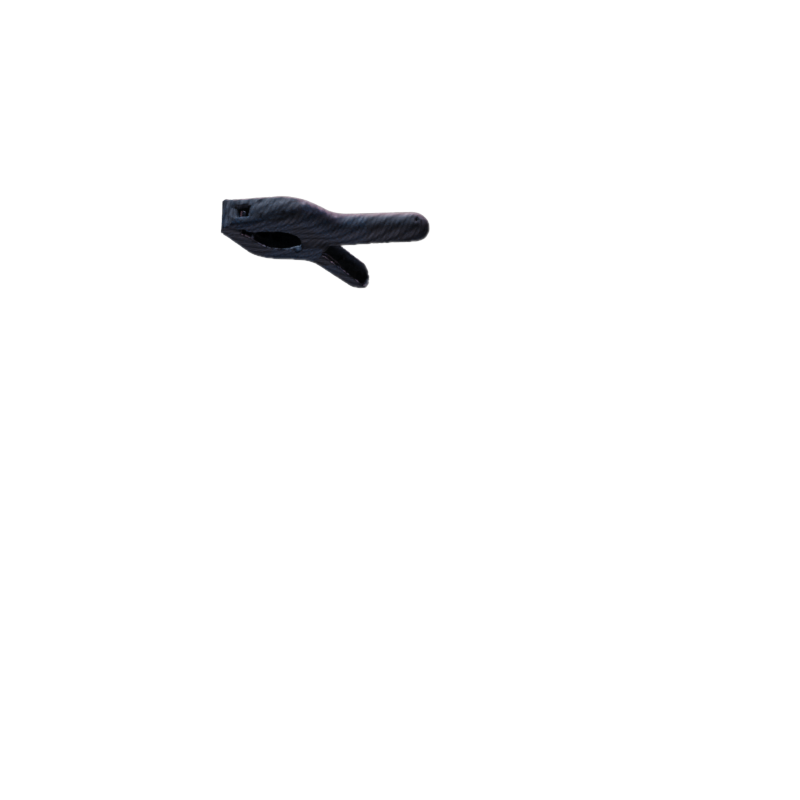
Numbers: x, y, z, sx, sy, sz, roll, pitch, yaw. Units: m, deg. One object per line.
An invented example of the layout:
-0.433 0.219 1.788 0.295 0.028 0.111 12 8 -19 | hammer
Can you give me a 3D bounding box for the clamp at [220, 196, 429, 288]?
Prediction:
-0.074 -0.135 0.944 0.167 0.042 0.116 9 -30 -16 | clamp
